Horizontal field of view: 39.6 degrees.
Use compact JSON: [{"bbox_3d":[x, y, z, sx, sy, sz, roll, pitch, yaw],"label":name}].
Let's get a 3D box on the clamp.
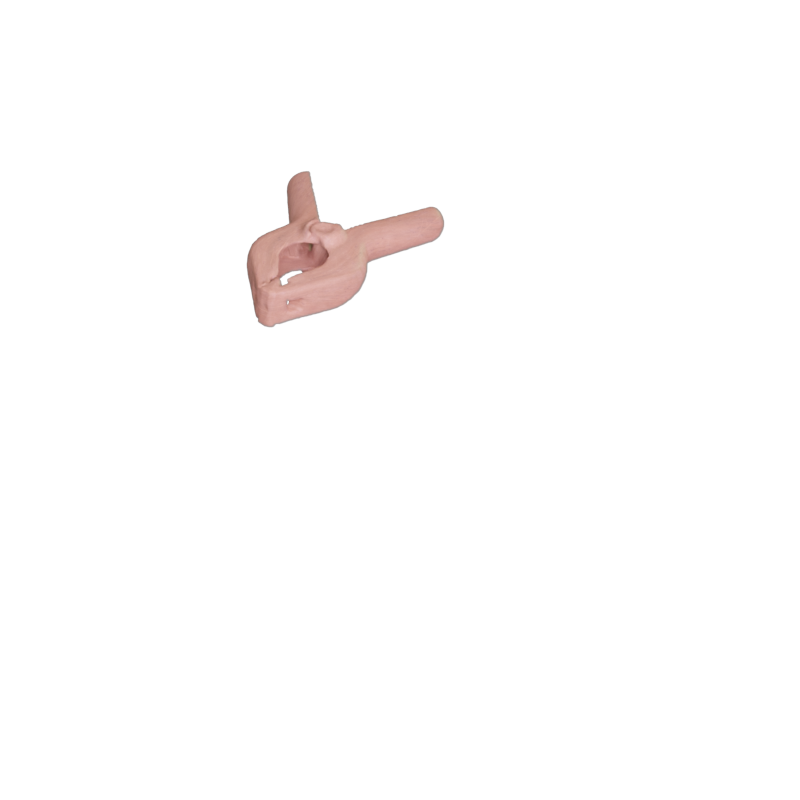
[{"bbox_3d":[-0.059,-0.108,0.757,0.126,0.037,0.173,18,36,27],"label":"clamp"}]
